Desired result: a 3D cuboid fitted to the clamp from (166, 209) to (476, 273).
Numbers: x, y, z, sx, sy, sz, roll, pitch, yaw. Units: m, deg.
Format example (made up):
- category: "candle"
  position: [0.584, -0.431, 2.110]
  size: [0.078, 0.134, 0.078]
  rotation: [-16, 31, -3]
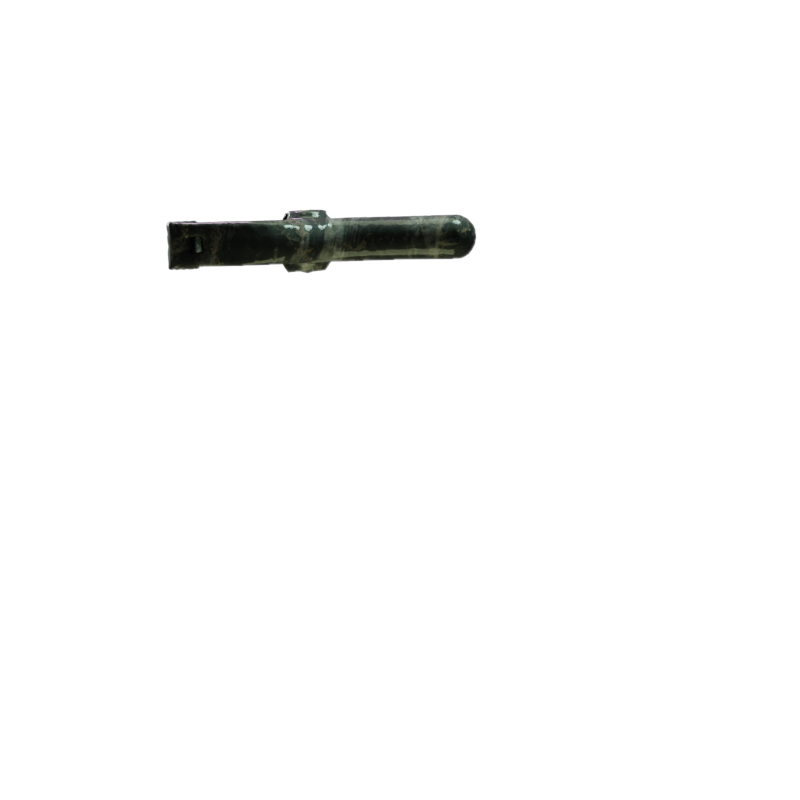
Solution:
- category: "clamp"
  position: [-0.052, -0.094, 0.658]
  size: [0.170, 0.039, 0.120]
  rotation: [0, 1, -7]
